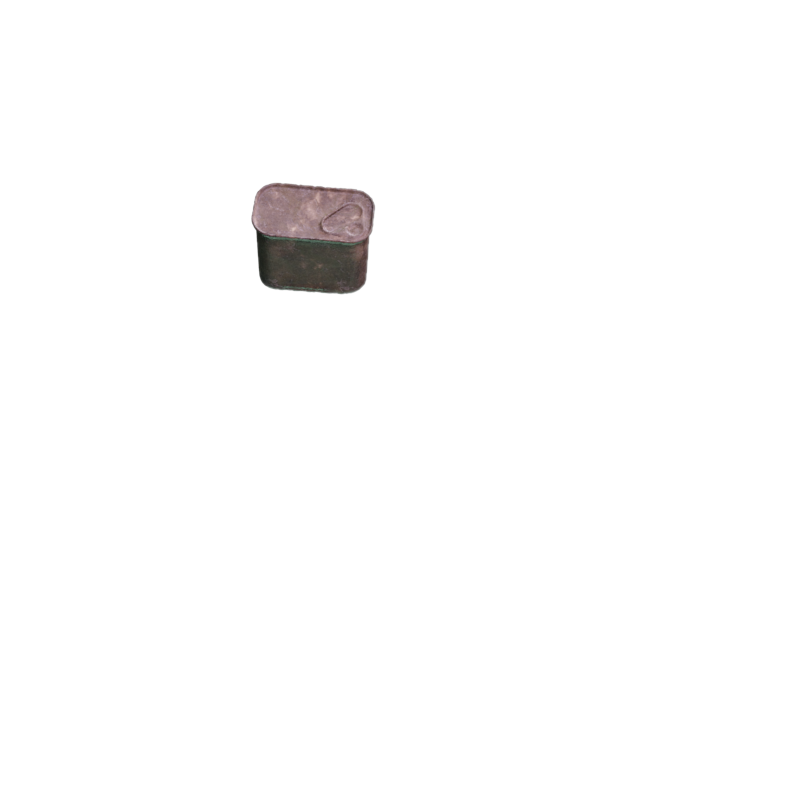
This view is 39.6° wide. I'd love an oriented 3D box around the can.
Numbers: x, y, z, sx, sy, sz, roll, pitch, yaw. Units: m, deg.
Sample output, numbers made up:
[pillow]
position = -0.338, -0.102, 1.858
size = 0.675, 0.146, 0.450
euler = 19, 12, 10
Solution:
[can]
position = -0.075, -0.137, 0.959
size = 0.102, 0.061, 0.078
euler = 5, -33, 2
